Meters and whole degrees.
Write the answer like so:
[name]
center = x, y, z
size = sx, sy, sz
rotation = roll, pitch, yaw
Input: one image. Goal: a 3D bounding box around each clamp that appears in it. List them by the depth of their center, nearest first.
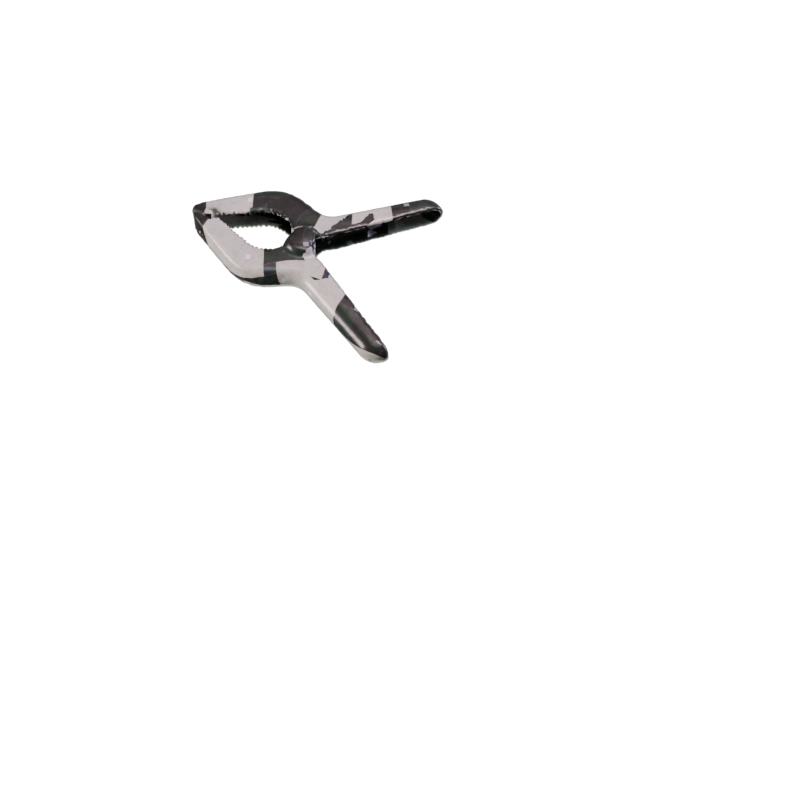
[clamp]
center = -0.074, -0.135, 0.948
size = 0.217, 0.170, 0.034
rotation = 23, -31, 14
